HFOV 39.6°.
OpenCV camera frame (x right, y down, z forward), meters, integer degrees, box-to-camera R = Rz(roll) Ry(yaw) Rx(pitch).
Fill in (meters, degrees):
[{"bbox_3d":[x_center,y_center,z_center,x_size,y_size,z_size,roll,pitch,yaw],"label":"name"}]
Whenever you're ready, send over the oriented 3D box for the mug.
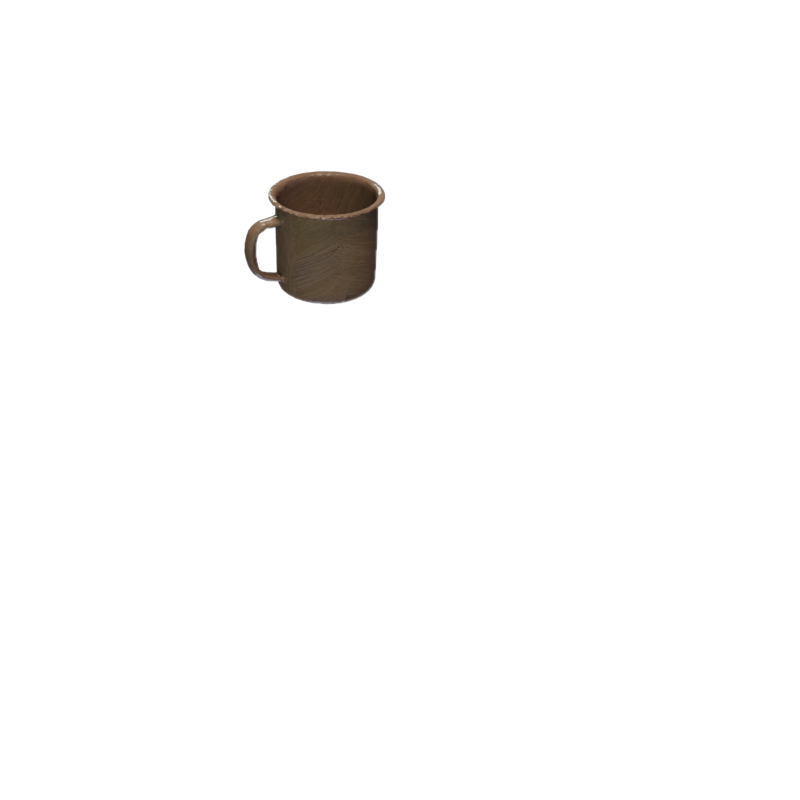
[{"bbox_3d":[-0.070,-0.127,0.891,0.115,0.077,0.100,-16,35,-26],"label":"mug"}]
